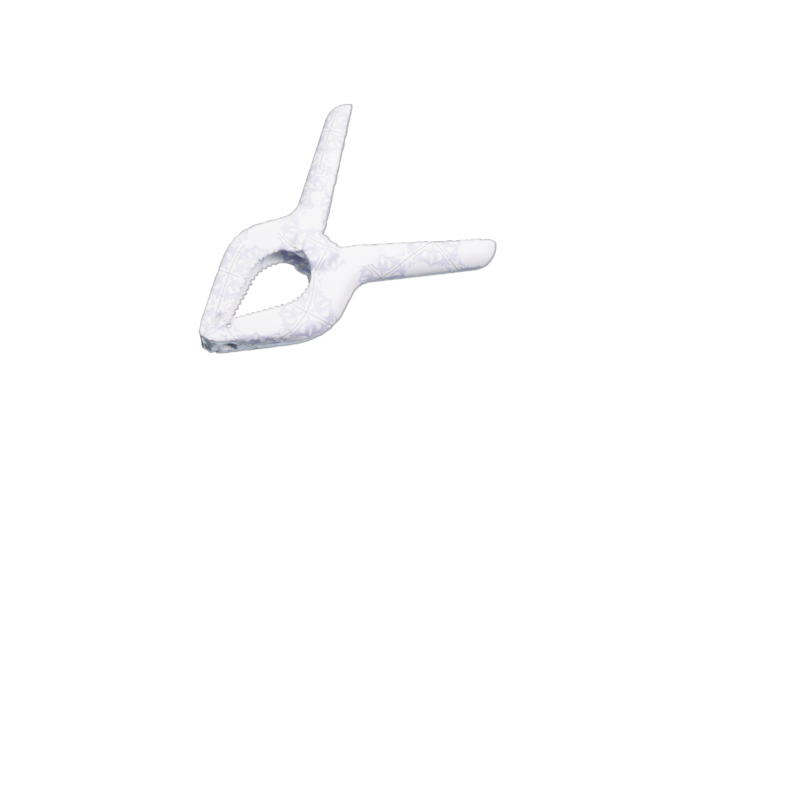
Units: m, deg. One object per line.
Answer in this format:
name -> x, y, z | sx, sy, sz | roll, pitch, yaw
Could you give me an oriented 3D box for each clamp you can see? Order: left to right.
clamp -> -0.061, -0.112, 0.782 | 0.210, 0.174, 0.034 | -33, -21, -15
